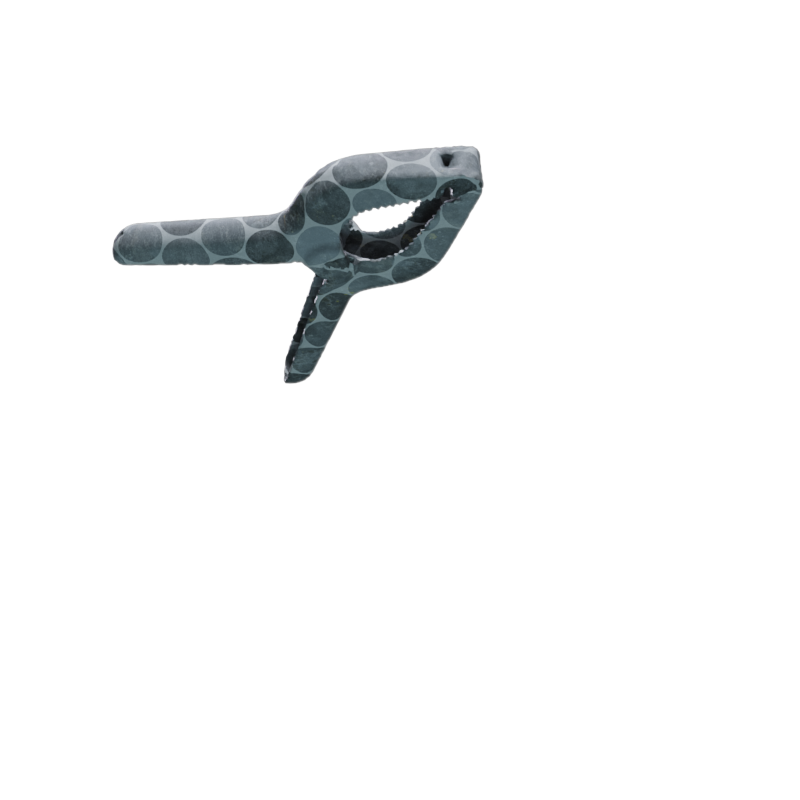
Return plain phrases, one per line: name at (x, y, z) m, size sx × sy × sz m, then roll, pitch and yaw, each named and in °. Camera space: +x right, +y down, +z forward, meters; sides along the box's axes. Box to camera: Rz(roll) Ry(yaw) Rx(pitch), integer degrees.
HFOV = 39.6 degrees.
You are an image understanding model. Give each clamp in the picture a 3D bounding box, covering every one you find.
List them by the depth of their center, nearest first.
clamp at (-0.050, -0.091, 0.634) m, size 0.209 × 0.039 × 0.154 m, roll -31°, pitch -47°, yaw 33°
